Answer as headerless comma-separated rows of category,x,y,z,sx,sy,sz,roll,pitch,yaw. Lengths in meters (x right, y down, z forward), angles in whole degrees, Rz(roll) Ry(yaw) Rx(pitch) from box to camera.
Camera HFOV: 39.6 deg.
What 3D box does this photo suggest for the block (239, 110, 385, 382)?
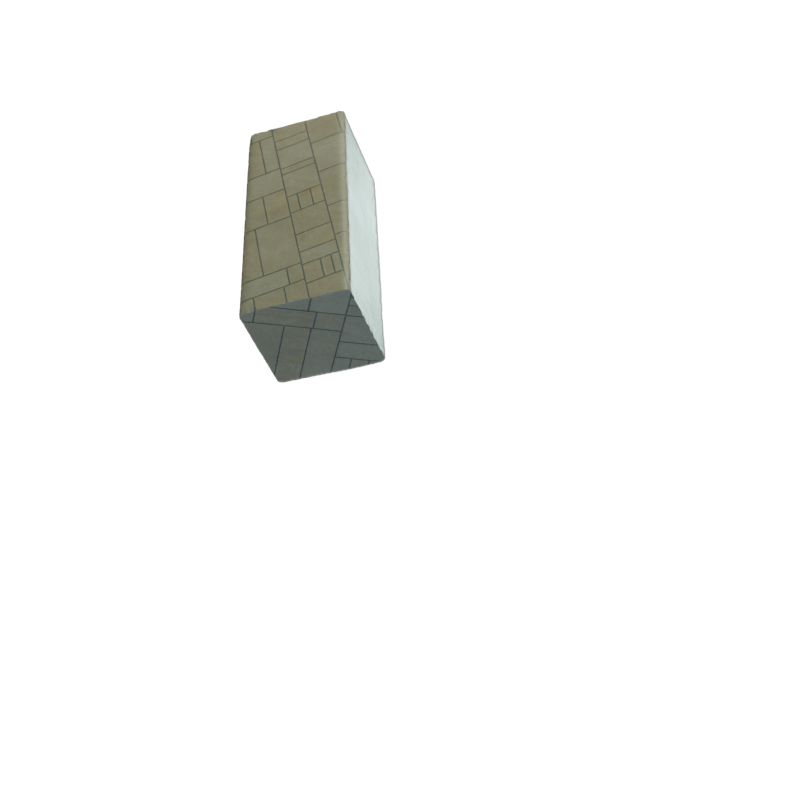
block,-0.071,-0.129,0.906,0.091,0.221,0.084,-14,-42,12
